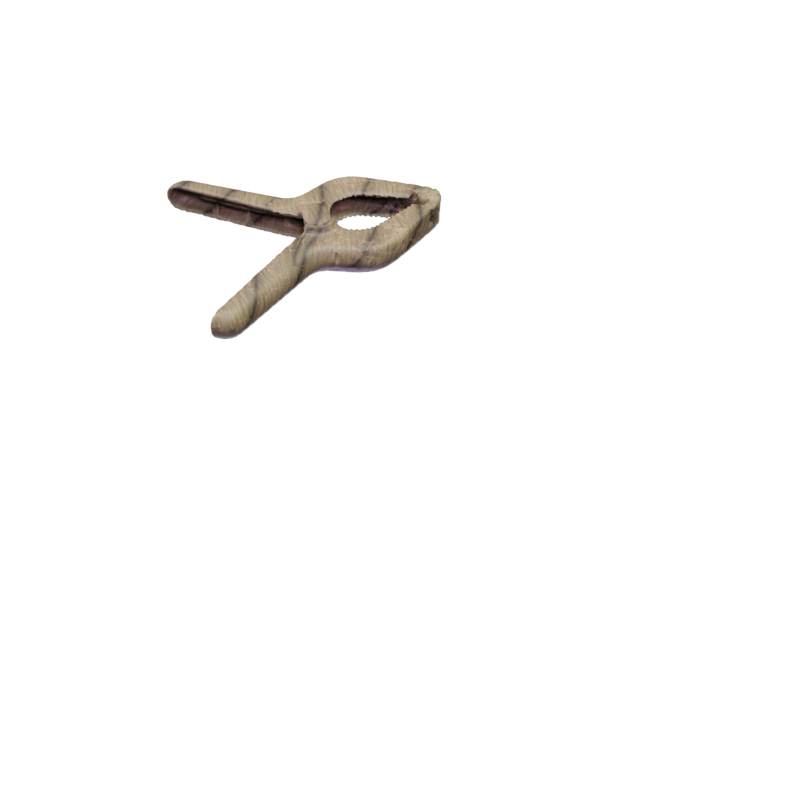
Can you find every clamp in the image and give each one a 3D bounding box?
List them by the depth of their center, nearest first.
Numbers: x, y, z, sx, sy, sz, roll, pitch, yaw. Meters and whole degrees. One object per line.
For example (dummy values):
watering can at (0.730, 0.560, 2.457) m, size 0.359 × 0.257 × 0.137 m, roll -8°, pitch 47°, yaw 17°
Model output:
clamp at (-0.066, -0.121, 0.845) m, size 0.208 × 0.178 × 0.034 m, roll -9°, pitch -41°, yaw -8°
